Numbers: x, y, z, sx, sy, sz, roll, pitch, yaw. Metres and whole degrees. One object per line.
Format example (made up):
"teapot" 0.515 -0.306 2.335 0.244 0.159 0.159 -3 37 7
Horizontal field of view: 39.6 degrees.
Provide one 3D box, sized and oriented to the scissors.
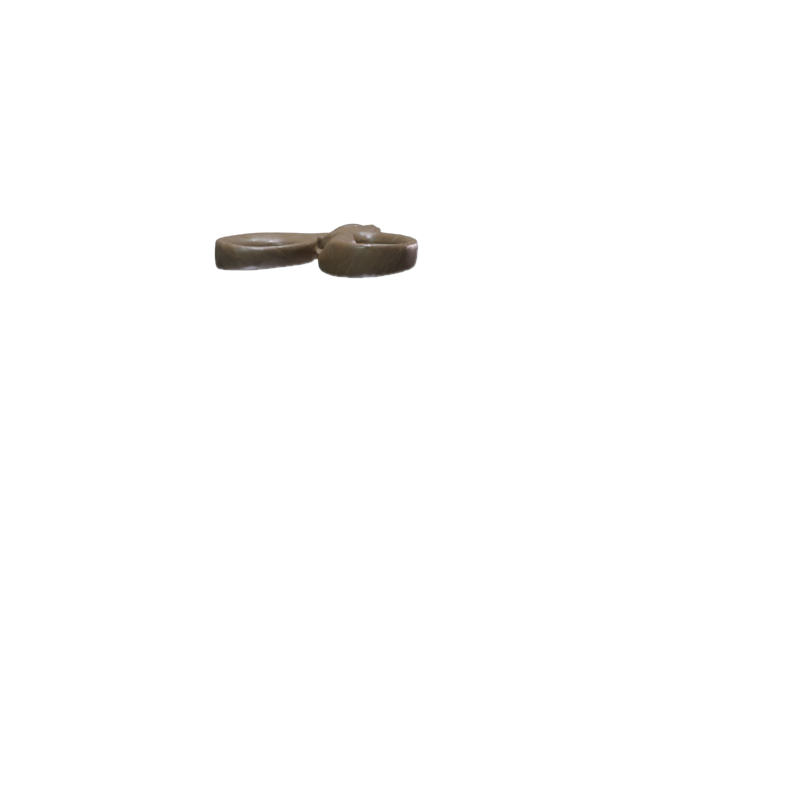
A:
"scissors" -0.042 -0.077 0.539 0.095 0.015 0.208 -2 12 -9
